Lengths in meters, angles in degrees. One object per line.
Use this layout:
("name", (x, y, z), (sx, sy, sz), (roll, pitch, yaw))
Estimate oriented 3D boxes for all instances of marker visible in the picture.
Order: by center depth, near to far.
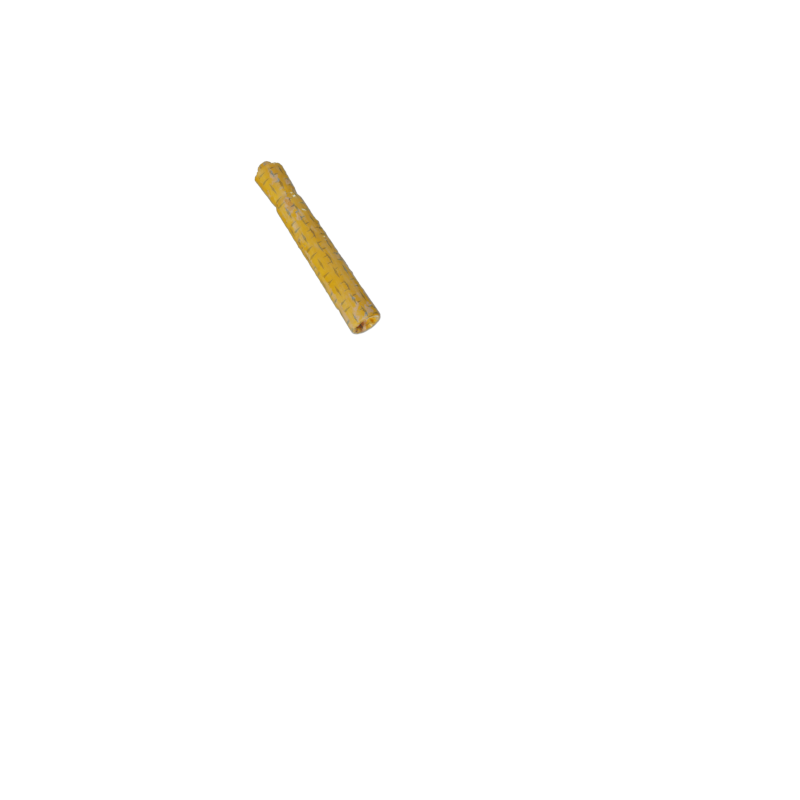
("marker", (-0.050, -0.091, 0.635), (0.020, 0.129, 0.019), (-26, -25, -14))
